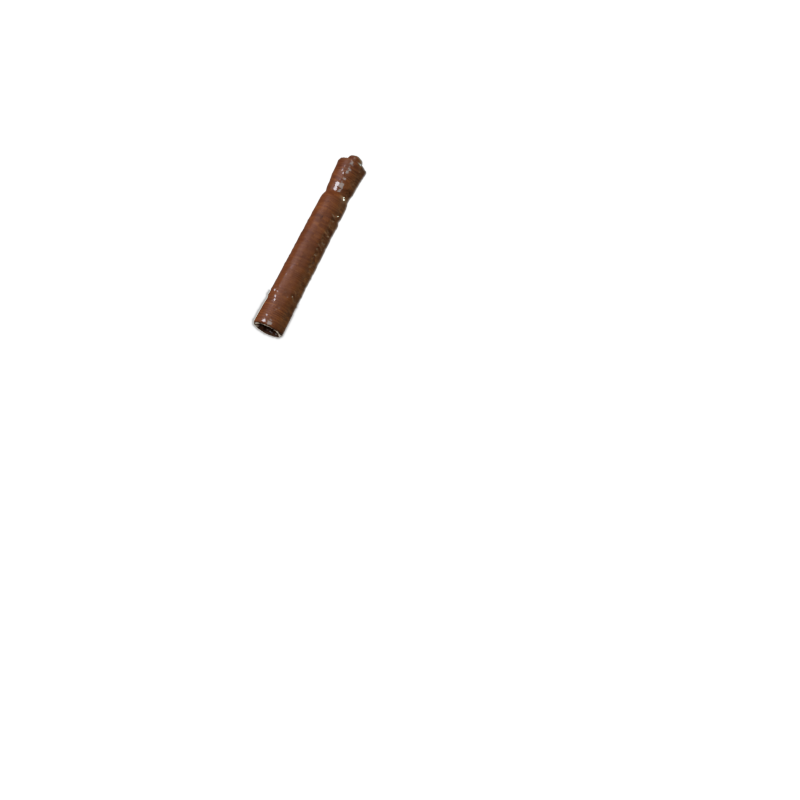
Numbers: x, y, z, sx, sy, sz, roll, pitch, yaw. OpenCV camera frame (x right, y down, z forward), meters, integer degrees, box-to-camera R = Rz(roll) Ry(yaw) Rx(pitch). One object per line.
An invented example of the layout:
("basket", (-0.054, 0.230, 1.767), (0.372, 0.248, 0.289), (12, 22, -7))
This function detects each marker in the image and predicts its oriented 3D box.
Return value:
("marker", (-0.051, -0.092, 0.646), (0.020, 0.125, 0.019), (22, -21, 6))
